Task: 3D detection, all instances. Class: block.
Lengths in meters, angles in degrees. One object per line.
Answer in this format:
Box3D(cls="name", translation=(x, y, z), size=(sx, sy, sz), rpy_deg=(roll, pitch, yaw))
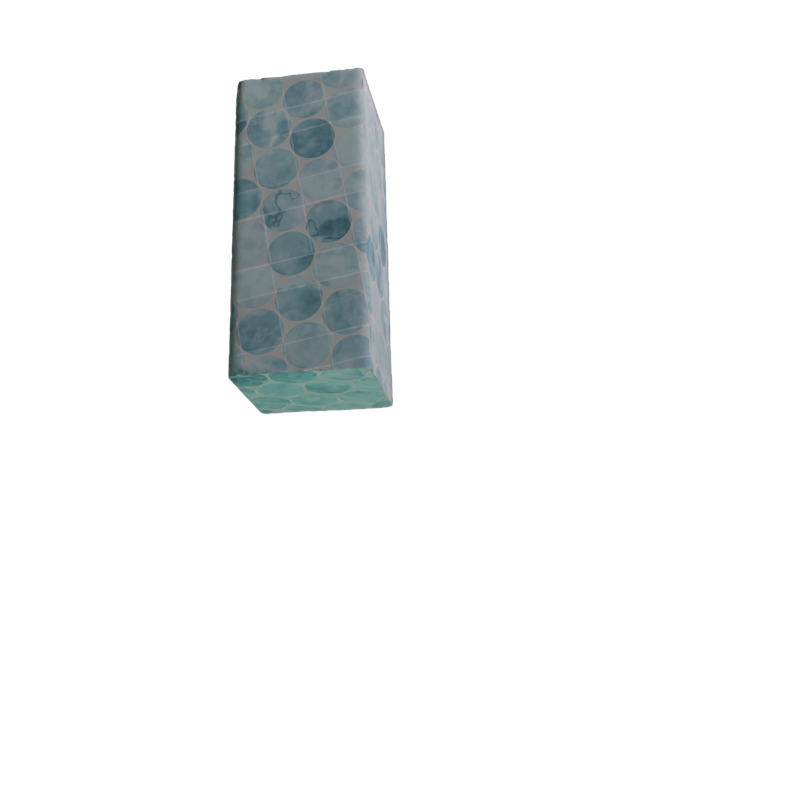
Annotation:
Box3D(cls="block", translation=(-0.058, -0.104, 0.732), size=(0.091, 0.217, 0.085), rpy_deg=(-5, -22, 8))
